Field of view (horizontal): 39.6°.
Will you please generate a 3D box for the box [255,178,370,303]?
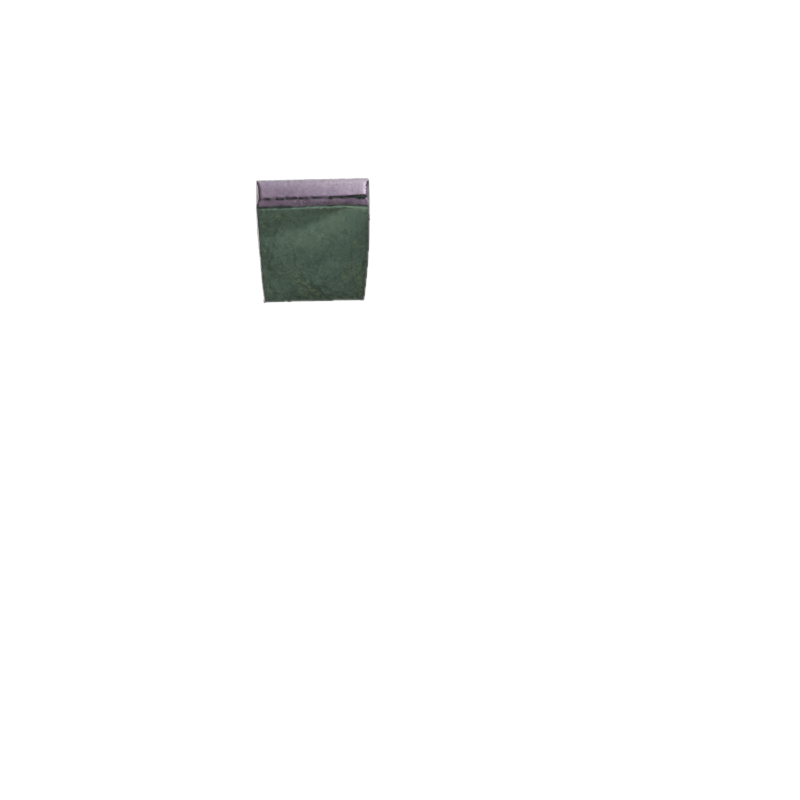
[{"bbox_3d":[-0.070,-0.129,0.900,0.090,0.042,0.106,0,-43,-1],"label":"box"}]
